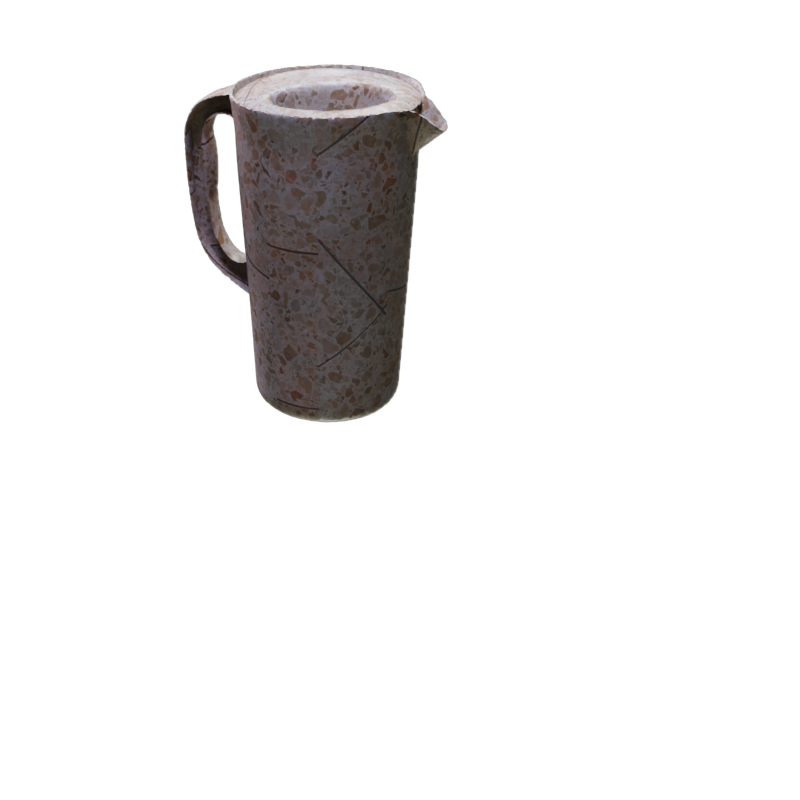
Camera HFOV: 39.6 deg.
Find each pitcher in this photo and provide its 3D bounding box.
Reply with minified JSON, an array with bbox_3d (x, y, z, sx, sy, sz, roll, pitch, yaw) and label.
[{"bbox_3d":[-0.062,-0.114,0.797,0.142,0.230,0.160,-12,29,-26],"label":"pitcher"}]
